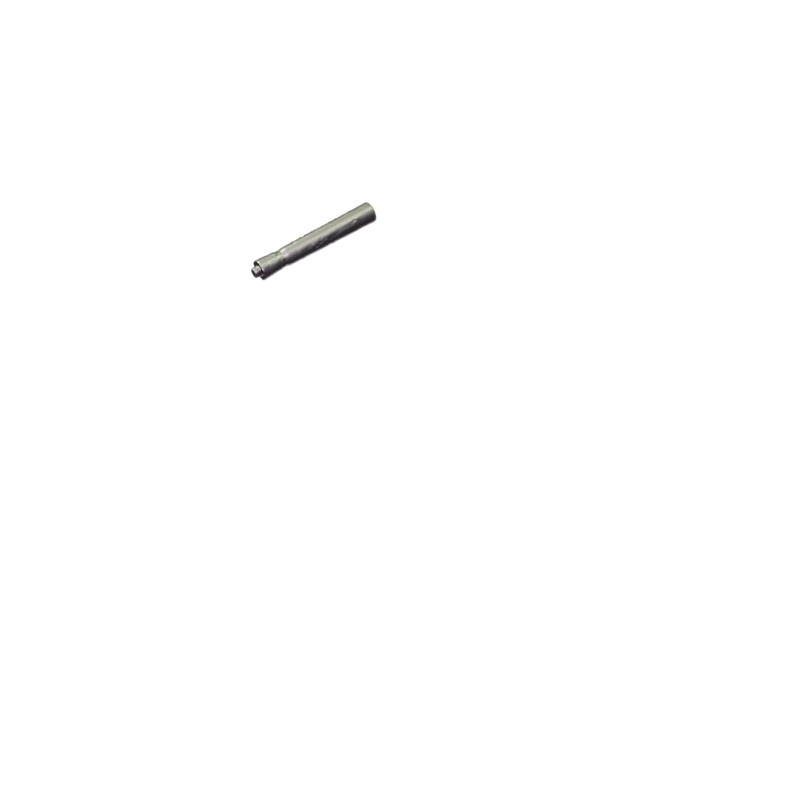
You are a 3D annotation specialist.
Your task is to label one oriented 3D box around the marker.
[{"bbox_3d":[-0.074,-0.135,0.949,0.121,0.019,0.020,-31,16,-20],"label":"marker"}]
